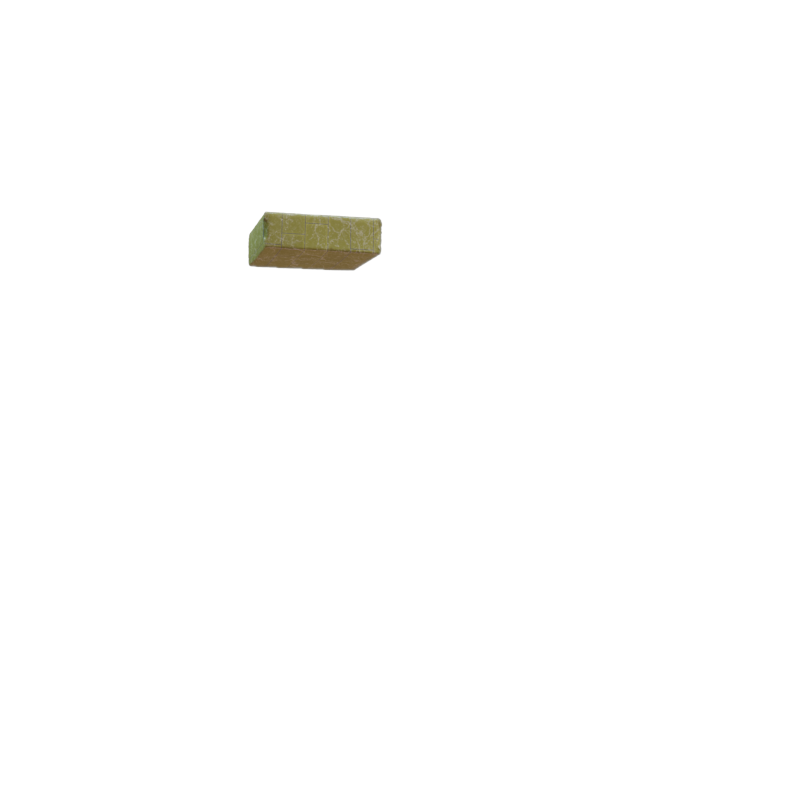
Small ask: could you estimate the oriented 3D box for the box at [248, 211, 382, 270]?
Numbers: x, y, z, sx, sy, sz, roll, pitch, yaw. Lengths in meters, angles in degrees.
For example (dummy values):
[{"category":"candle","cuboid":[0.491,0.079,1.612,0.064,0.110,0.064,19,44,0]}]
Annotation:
[{"category":"box","cuboid":[-0.065,-0.119,0.834,0.088,0.031,0.073,1,-5,-14]}]
